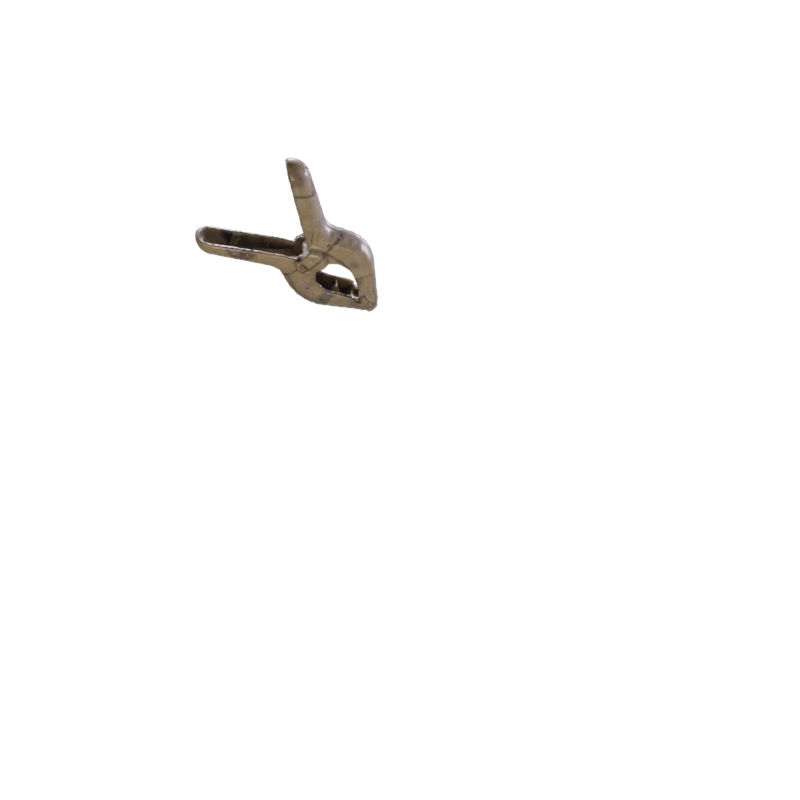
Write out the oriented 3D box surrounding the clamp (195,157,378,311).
[{"bbox_3d":[-0.074,-0.134,0.941,0.162,0.042,0.118,26,-45,-30],"label":"clamp"}]
